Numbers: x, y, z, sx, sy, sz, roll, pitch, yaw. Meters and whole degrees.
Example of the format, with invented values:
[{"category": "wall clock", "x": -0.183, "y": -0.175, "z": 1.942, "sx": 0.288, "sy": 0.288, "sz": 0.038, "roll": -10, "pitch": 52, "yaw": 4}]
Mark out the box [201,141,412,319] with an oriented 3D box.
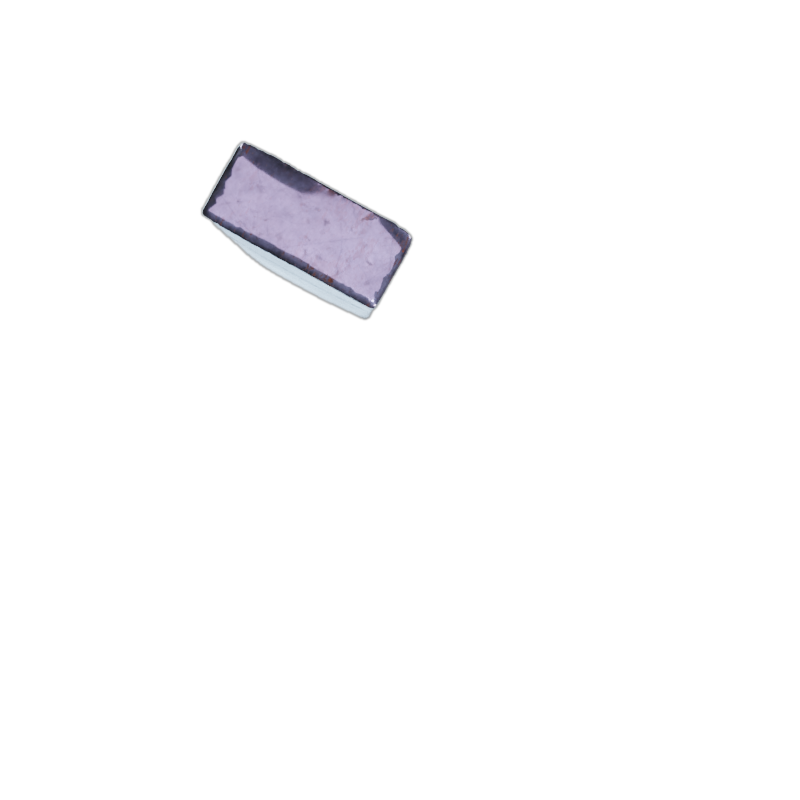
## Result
[{"category": "box", "x": -0.046, "y": -0.084, "z": 0.586, "sx": 0.093, "sy": 0.048, "sz": 0.175, "roll": 29, "pitch": -2, "yaw": -3}]
